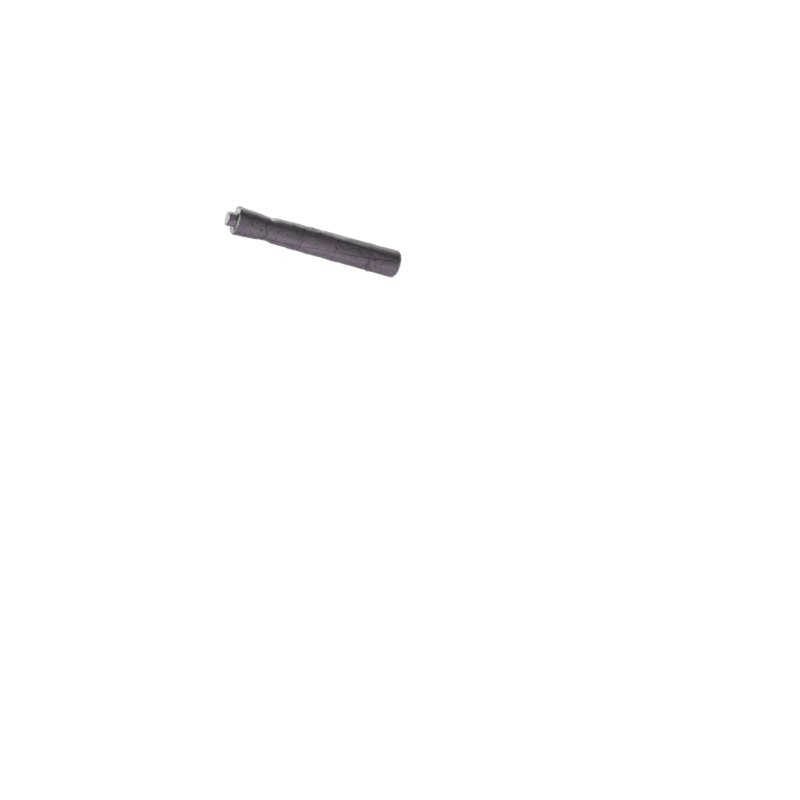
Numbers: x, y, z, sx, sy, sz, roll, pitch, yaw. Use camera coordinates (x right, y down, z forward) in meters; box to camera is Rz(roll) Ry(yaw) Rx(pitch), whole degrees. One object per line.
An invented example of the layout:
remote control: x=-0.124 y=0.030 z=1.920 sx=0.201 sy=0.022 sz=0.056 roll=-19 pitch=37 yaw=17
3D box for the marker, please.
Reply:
marker: x=-0.057 y=-0.103 z=0.723 sx=0.117 sy=0.020 sz=0.020 roll=13 pitch=-1 yaw=-20
